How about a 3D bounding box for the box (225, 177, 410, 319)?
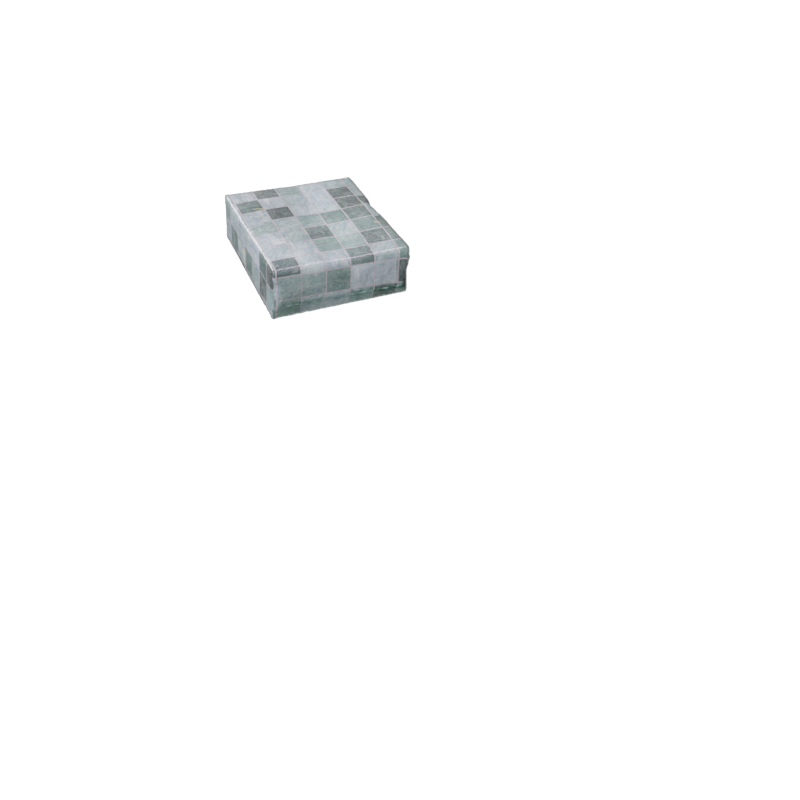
[{"bbox_3d":[-0.045,-0.083,0.580,0.072,0.028,0.096,-12,37,-17],"label":"box"}]
